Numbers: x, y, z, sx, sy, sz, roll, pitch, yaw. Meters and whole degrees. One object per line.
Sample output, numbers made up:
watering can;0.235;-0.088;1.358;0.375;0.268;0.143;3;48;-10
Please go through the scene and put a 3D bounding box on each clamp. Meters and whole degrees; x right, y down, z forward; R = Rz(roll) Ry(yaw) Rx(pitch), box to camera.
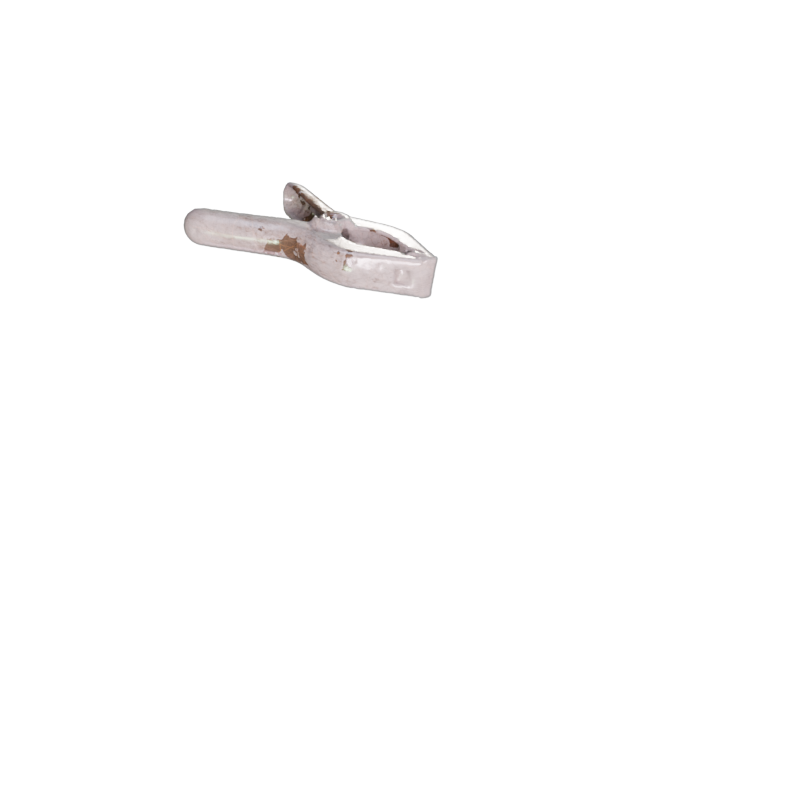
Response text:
clamp;-0.058;-0.106;0.742;0.119;0.037;0.183;-26;38;-38
